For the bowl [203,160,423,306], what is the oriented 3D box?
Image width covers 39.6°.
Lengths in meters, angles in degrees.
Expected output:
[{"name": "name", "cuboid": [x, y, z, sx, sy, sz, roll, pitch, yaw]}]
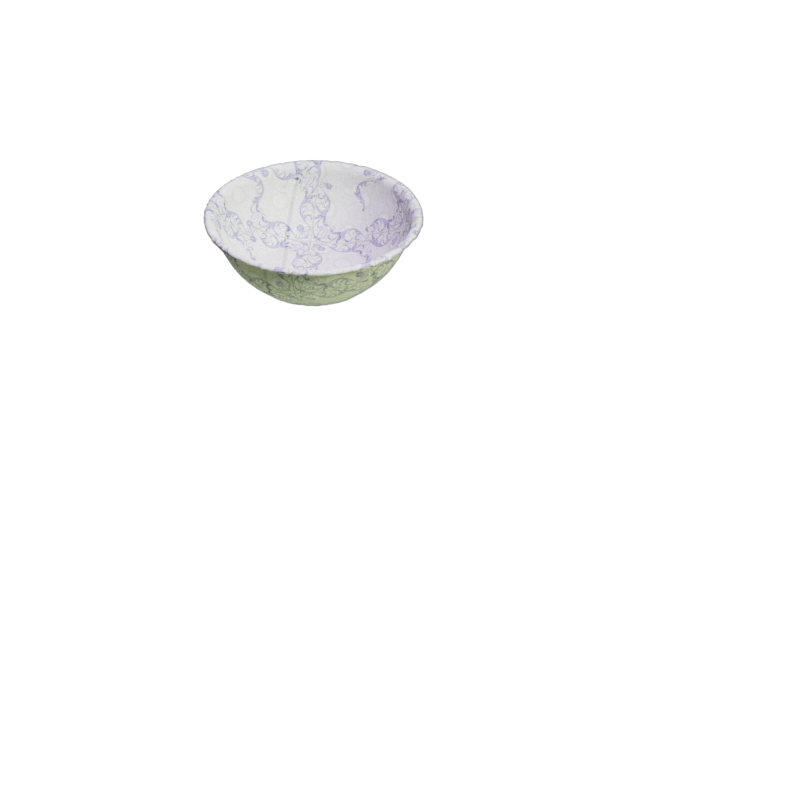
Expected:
[{"name": "bowl", "cuboid": [-0.065, -0.118, 0.827, 0.162, 0.051, 0.173, -1, 38, -2]}]
